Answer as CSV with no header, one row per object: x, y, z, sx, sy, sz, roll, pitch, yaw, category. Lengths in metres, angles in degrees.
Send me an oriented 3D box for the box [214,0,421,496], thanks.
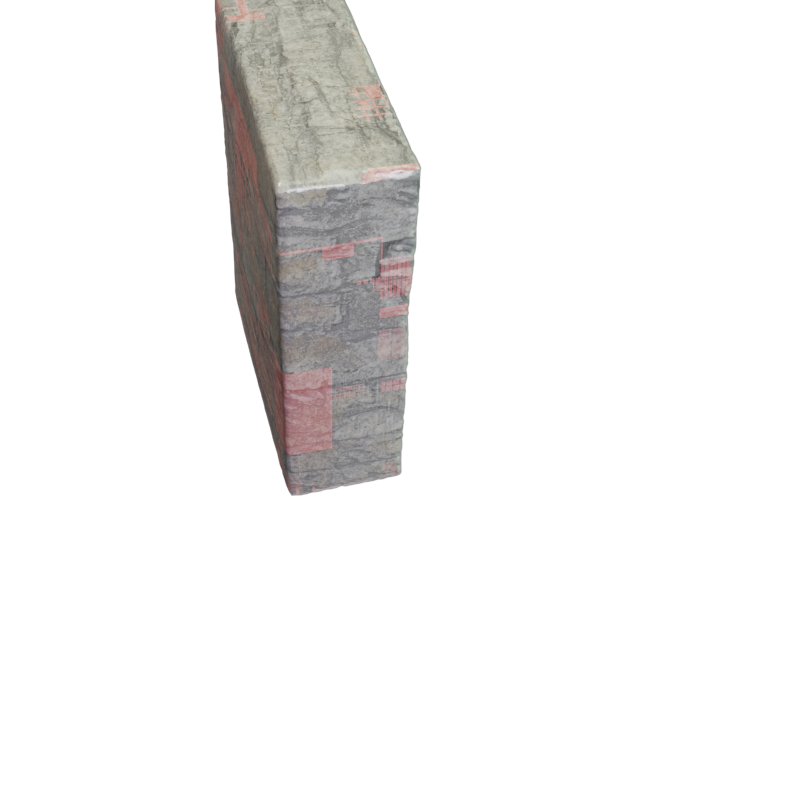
-0.045,-0.082,0.576,0.071,0.178,0.199,-9,-43,-12,box
